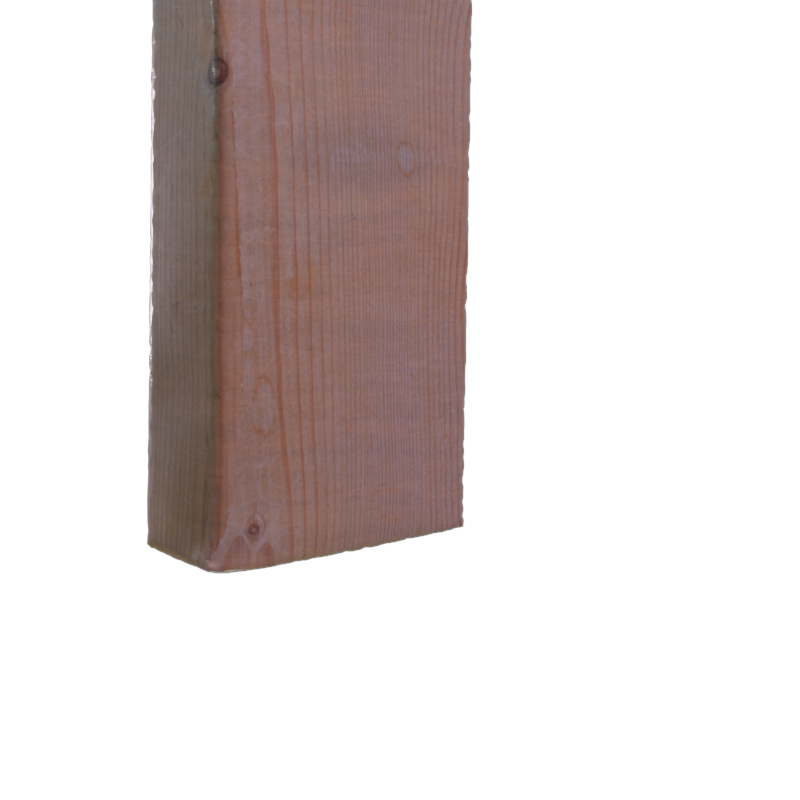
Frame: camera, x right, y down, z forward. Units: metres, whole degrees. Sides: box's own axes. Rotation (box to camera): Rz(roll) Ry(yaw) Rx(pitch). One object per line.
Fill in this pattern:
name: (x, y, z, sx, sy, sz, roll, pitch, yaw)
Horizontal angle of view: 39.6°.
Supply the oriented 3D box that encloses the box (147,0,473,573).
box: (-0.026, -0.047, 0.326, 0.090, 0.176, 0.050, -1, 1, -39)
